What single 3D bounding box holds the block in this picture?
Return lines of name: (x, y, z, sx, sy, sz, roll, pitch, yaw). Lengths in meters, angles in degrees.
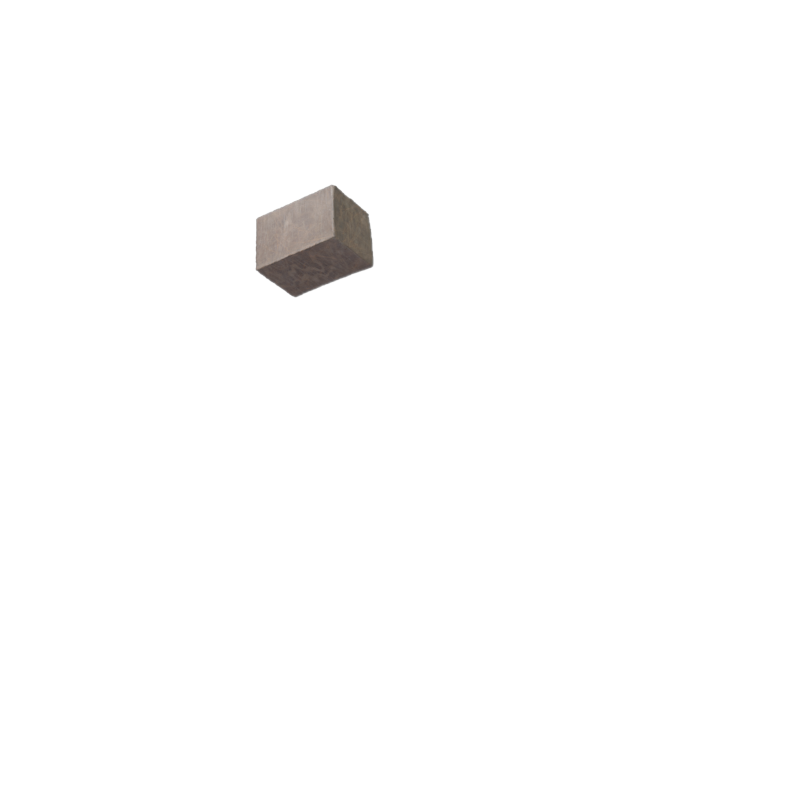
block: (-0.067, -0.123, 0.862, 0.079, 0.055, 0.049, -19, -34, 28)
